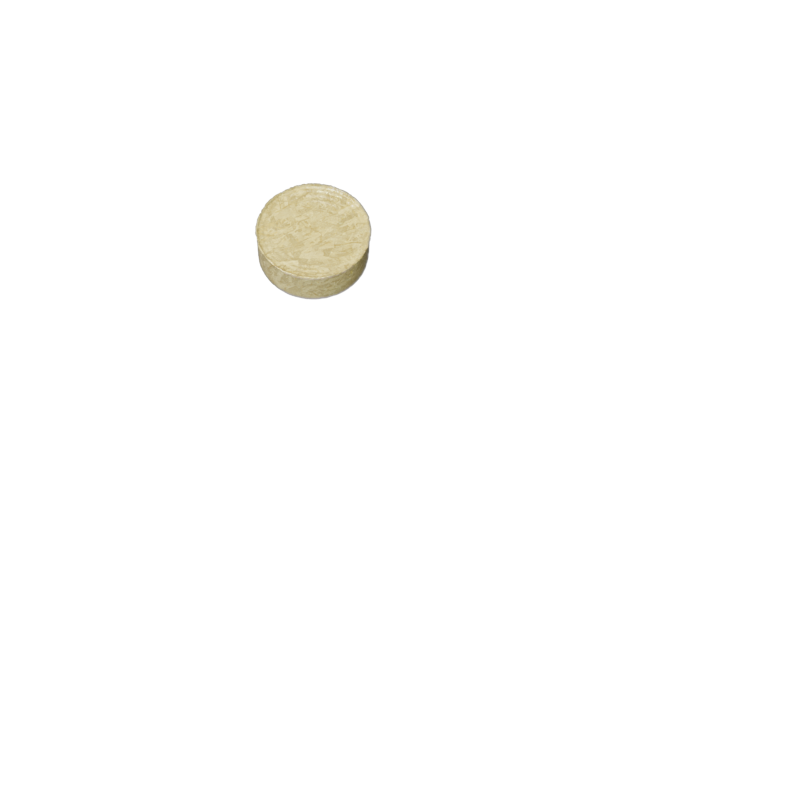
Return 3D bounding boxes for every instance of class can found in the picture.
[{"bbox_3d":[-0.065,-0.119,0.832,0.086,0.092,0.031,-1,-32,-1],"label":"can"}]
